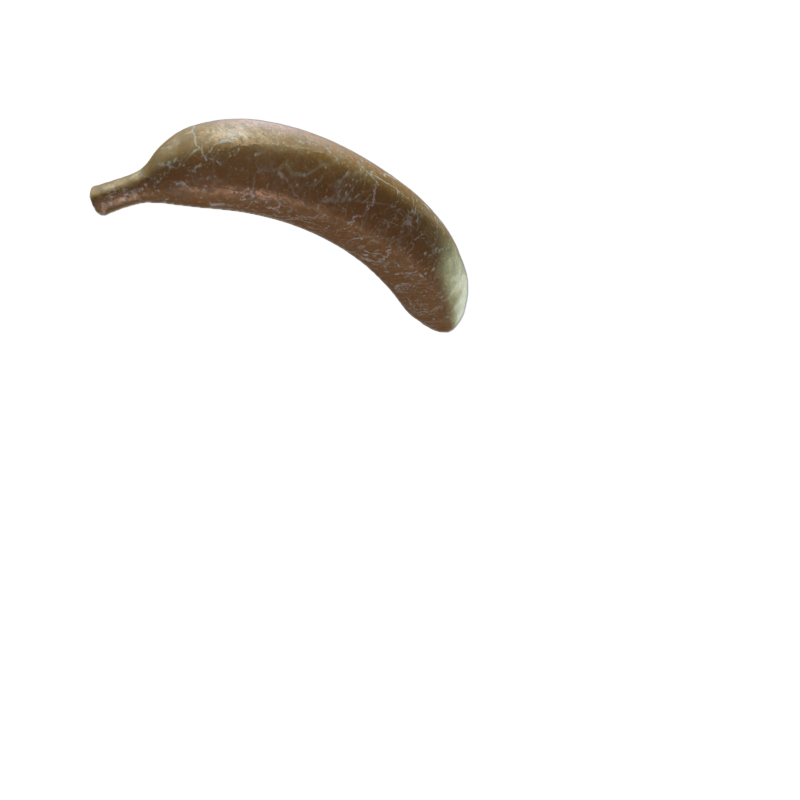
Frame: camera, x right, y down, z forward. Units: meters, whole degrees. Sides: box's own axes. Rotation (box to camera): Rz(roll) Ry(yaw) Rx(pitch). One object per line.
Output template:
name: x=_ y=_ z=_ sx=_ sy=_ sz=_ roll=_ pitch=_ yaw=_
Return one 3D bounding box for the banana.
banana: x=-0.028 y=-0.076 z=0.469 sx=0.187 sy=0.039 sz=0.069 roll=19 pitch=-31 yaw=-35
